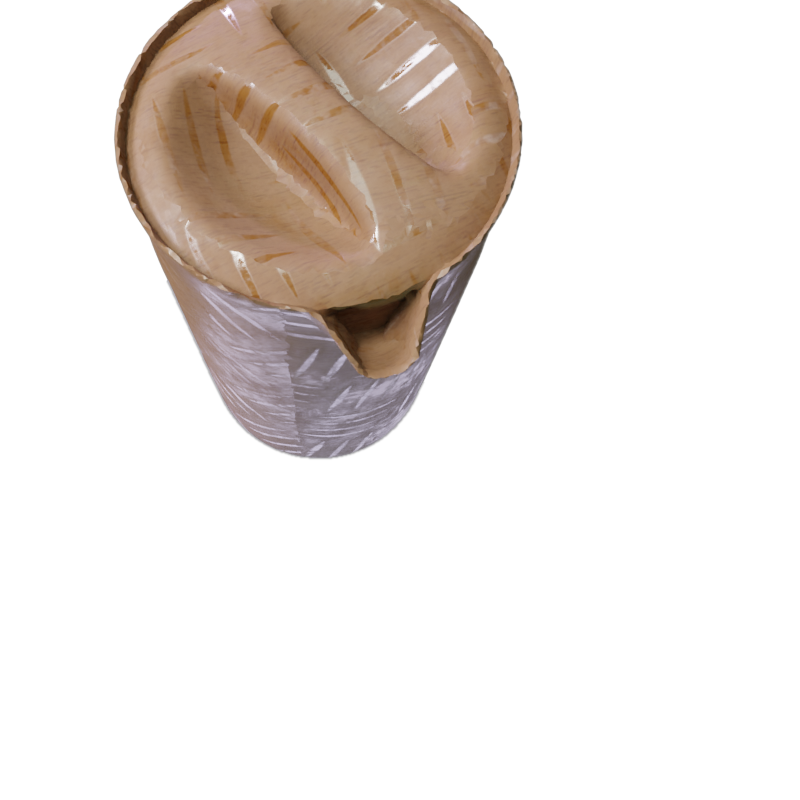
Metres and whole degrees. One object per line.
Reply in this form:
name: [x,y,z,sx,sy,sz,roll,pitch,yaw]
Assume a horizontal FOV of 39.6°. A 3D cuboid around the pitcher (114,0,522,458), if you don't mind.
pitcher: [-0.037,-0.067,0.468,0.148,0.153,0.232,27,-19,6]
